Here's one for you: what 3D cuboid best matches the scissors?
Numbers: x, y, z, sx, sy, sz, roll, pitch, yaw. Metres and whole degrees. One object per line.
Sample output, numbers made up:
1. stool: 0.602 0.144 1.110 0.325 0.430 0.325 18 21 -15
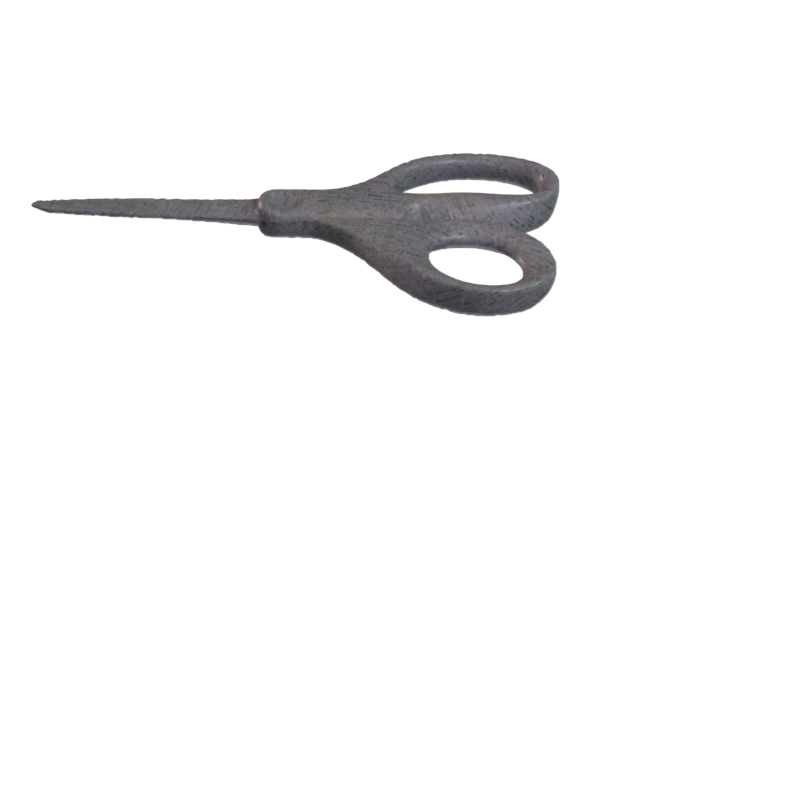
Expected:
1. scissors: -0.032 -0.058 0.408 0.200 0.015 0.104 -9 43 -10
